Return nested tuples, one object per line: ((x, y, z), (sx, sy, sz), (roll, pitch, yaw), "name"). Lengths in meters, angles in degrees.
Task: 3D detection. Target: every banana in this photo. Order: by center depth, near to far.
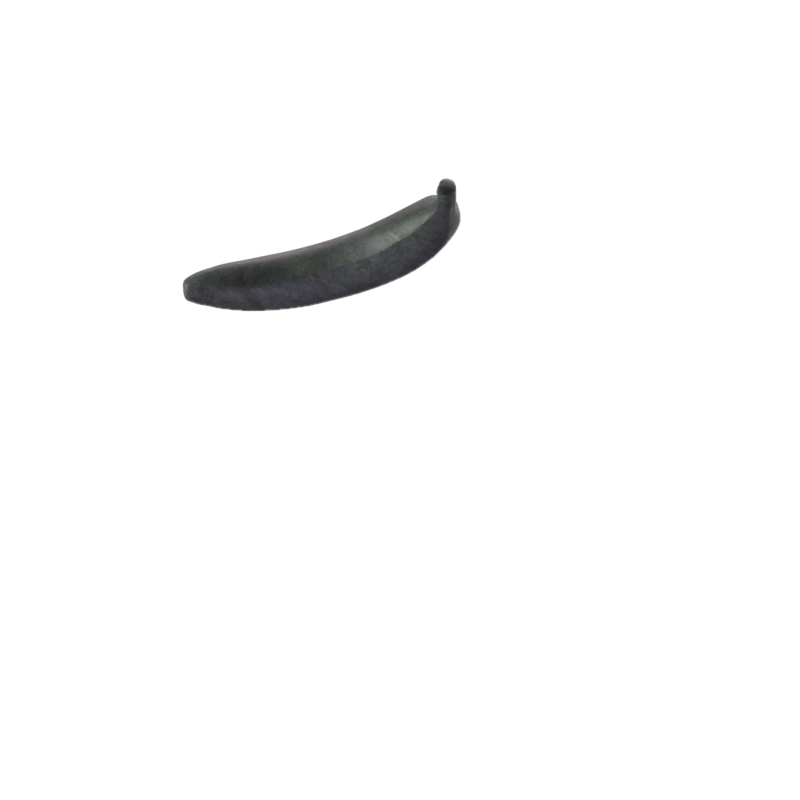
((-0.039, -0.089, 0.680), (0.199, 0.039, 0.064), (-18, -36, 27), "banana")
